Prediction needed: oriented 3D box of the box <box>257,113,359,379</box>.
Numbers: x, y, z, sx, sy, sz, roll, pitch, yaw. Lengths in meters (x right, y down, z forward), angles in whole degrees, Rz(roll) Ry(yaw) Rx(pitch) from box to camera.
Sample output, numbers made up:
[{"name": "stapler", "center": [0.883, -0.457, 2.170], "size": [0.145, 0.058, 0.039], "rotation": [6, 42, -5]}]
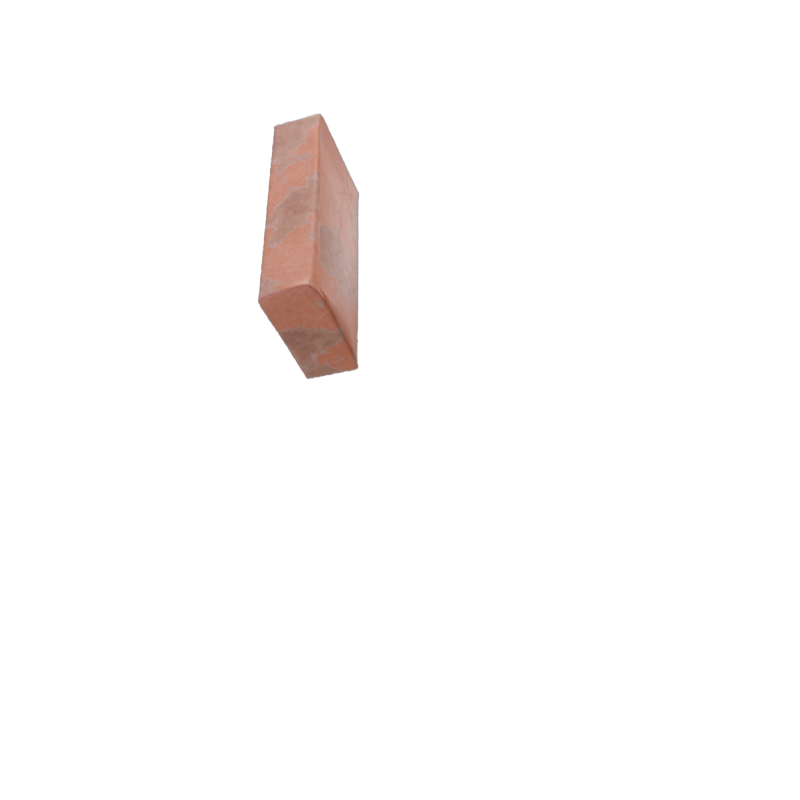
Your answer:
[{"name": "box", "center": [-0.063, -0.114, 0.803], "size": [0.048, 0.189, 0.086], "rotation": [-15, -42, 12]}]
